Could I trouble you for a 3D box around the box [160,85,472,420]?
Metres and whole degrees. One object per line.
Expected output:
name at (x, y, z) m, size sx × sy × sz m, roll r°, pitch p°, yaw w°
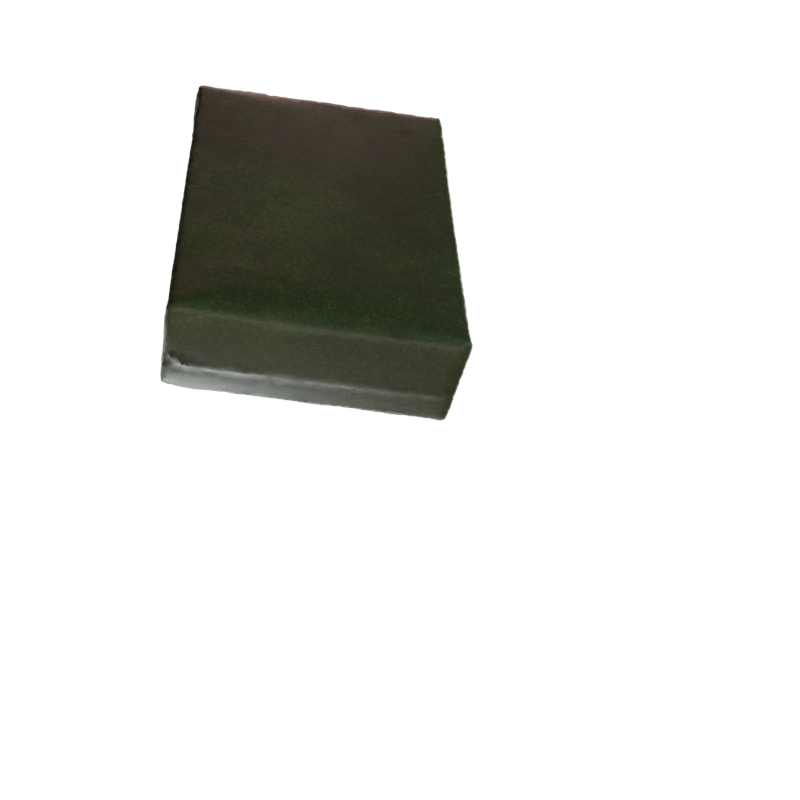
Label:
box at (-0.053, -0.096, 0.672) m, size 0.162 × 0.068 × 0.230 m, roll 6°, pitch 44°, yaw -8°
